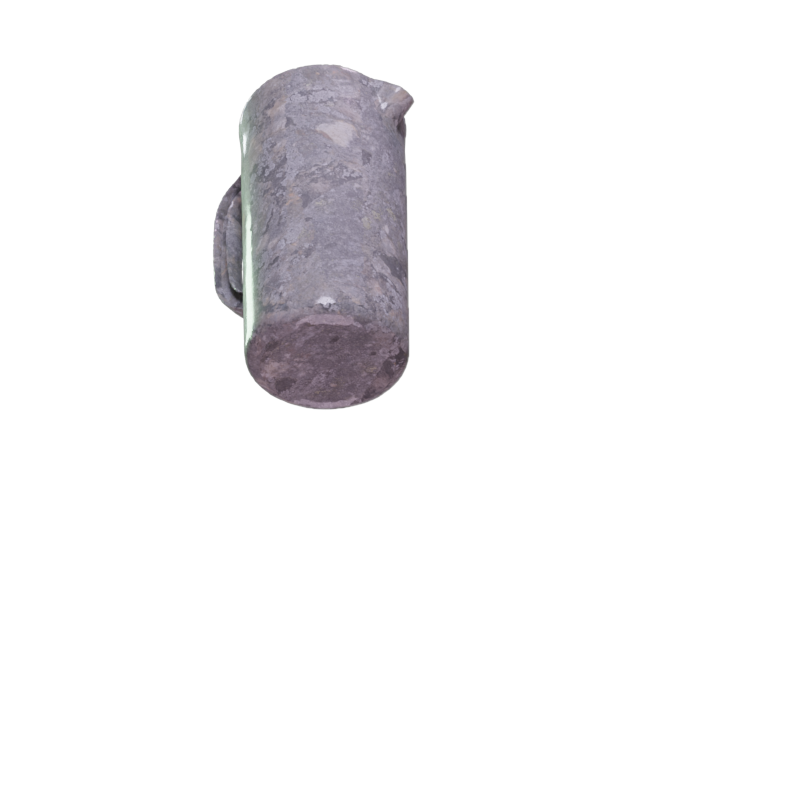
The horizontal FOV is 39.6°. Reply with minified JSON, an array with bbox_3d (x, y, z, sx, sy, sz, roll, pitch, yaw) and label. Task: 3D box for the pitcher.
[{"bbox_3d":[-0.063,-0.115,0.803,0.143,0.261,0.140,4,-41,-8],"label":"pitcher"}]
